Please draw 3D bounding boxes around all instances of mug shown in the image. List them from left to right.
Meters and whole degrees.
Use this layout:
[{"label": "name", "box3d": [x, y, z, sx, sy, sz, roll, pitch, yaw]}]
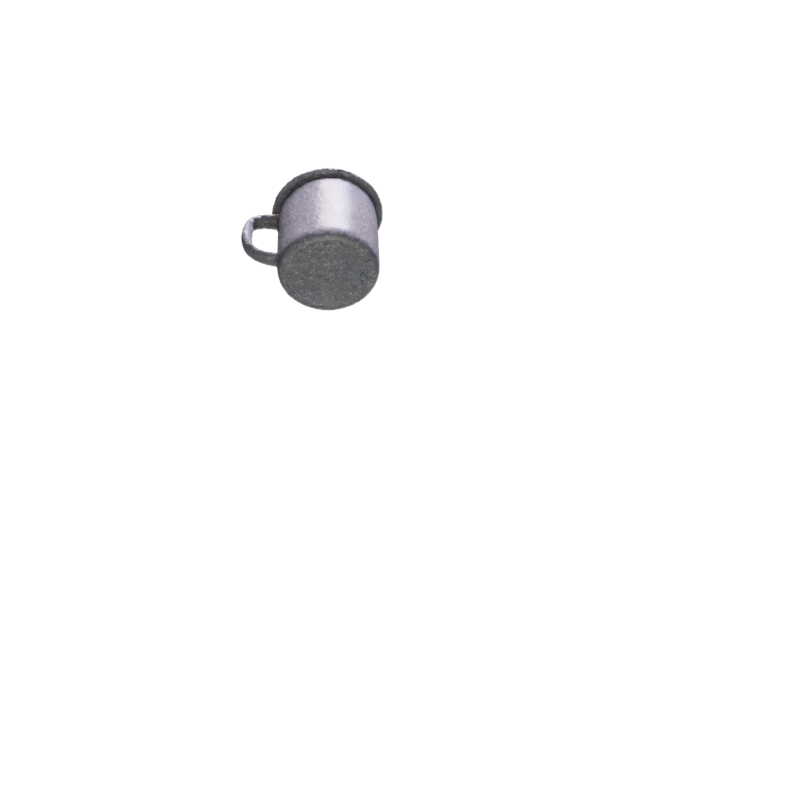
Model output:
[{"label": "mug", "box3d": [-0.071, -0.129, 0.901, 0.116, 0.087, 0.087, 5, 42, -6]}]
